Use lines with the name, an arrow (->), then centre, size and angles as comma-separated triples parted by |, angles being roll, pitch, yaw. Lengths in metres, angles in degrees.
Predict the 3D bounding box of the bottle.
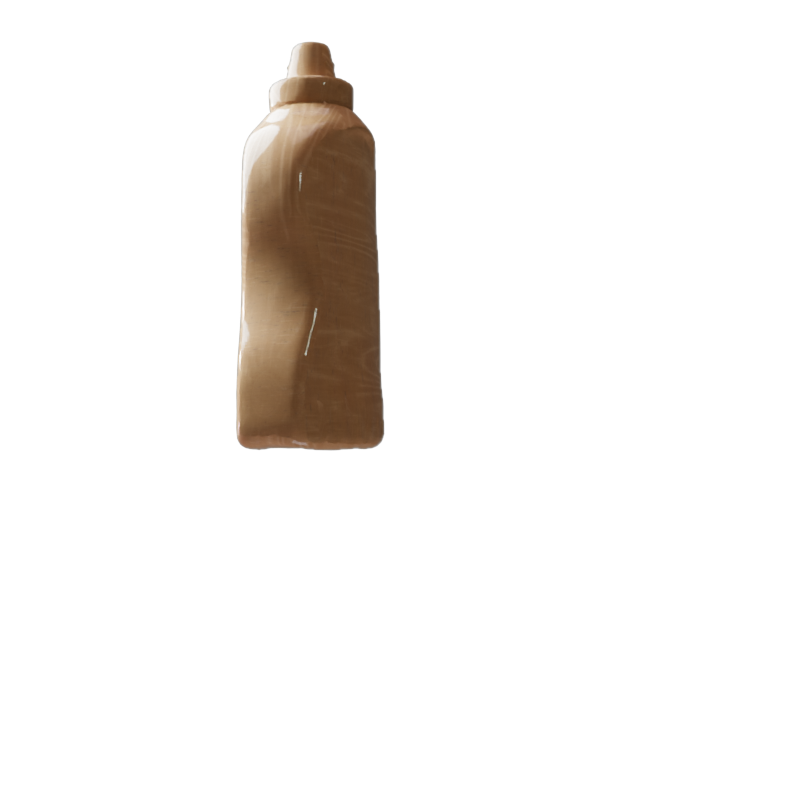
bottle -> -0.041, -0.074, 0.521 | 0.060, 0.196, 0.092 | -4, -9, 23
